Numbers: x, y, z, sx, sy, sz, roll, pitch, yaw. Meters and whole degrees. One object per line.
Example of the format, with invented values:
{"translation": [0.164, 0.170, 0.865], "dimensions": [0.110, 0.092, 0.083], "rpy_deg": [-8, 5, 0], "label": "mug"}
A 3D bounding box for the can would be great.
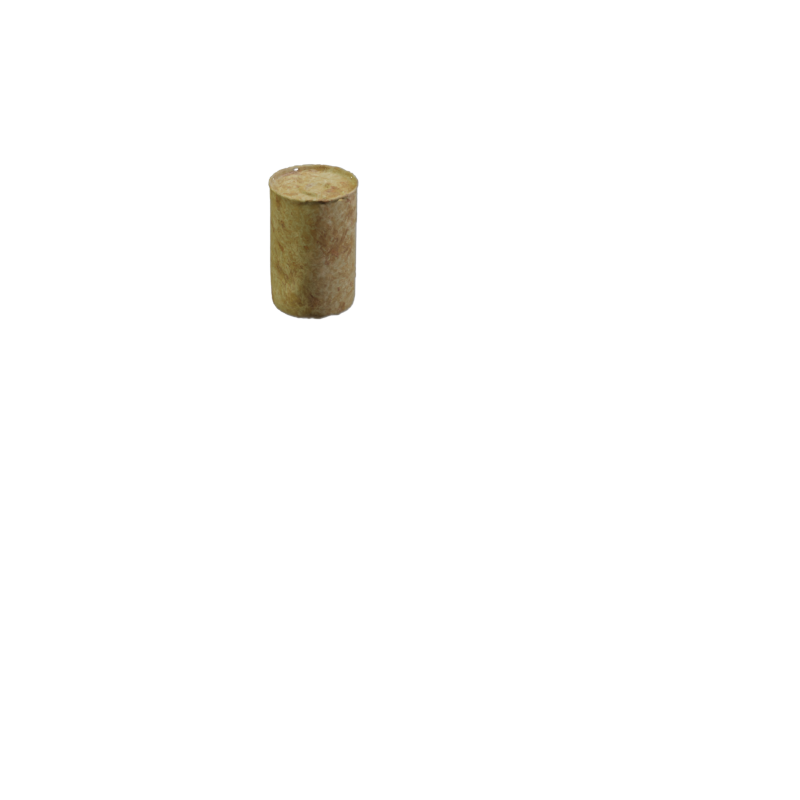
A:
{"translation": [-0.067, -0.122, 0.853], "dimensions": [0.068, 0.096, 0.073], "rpy_deg": [0, 30, -2], "label": "can"}
